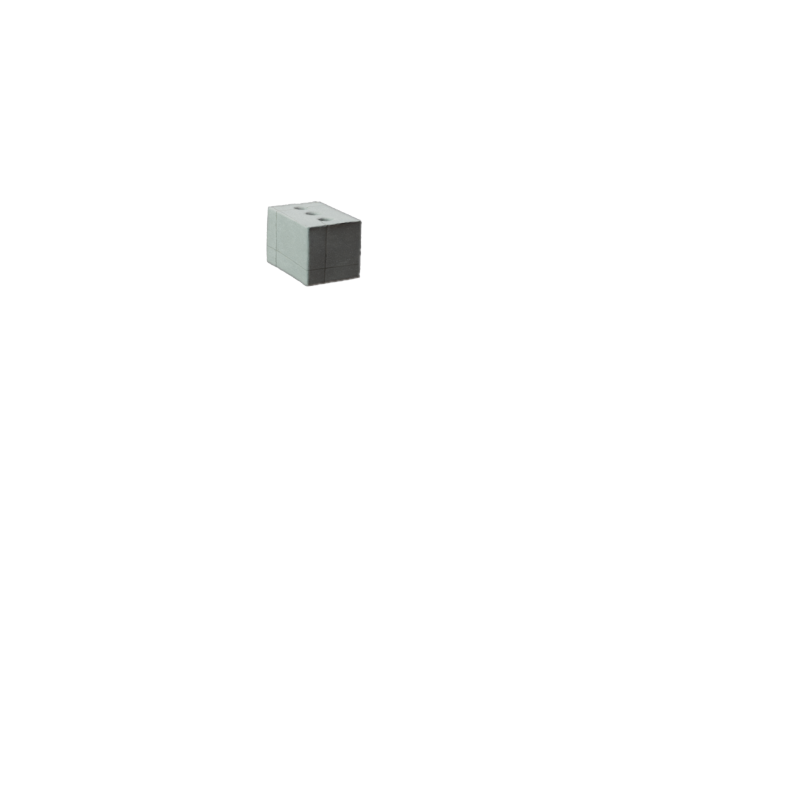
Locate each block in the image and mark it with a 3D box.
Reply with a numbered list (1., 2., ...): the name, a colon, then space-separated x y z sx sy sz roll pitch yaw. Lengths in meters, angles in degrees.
1. block: -0.073 -0.133 0.933 0.052 0.049 0.083 -11 24 -28
